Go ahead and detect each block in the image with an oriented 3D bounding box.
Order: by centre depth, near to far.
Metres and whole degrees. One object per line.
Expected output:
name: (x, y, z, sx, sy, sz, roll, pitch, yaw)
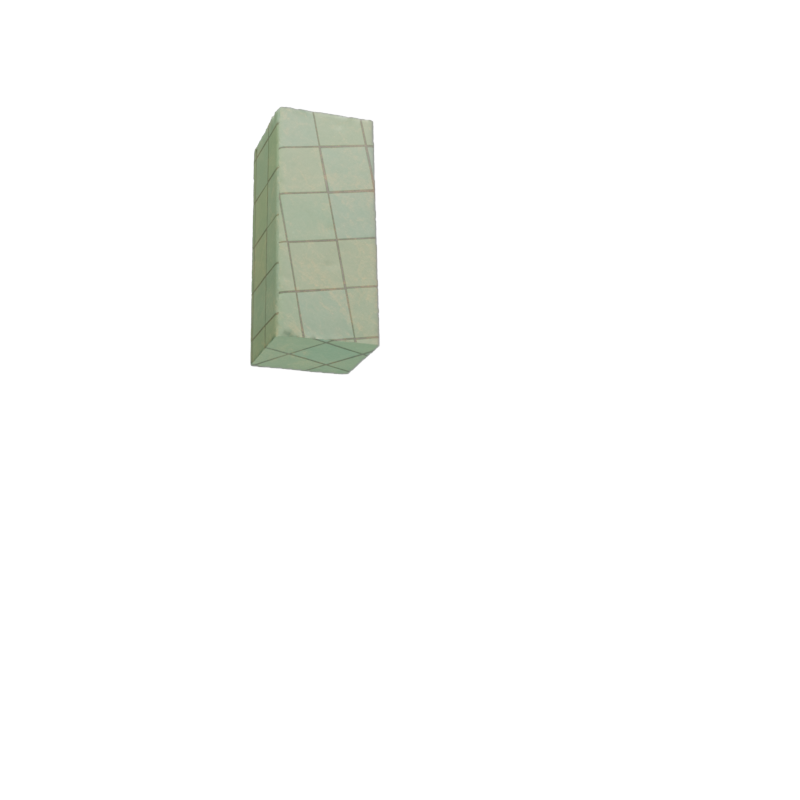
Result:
block: (-0.076, -0.136, 0.956, 0.088, 0.217, 0.089, 6, -22, -18)
